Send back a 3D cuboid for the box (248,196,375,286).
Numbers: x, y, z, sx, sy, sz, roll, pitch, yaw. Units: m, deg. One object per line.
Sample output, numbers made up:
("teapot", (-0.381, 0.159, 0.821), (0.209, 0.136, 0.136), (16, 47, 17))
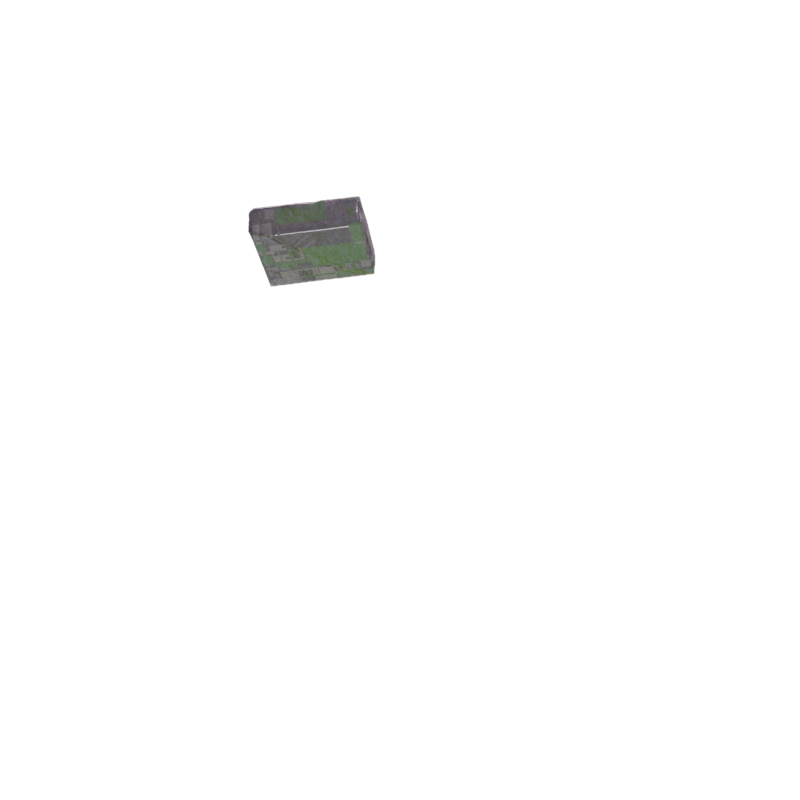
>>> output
("box", (-0.069, -0.125, 0.877), (0.090, 0.032, 0.068), (-5, -30, 8))
